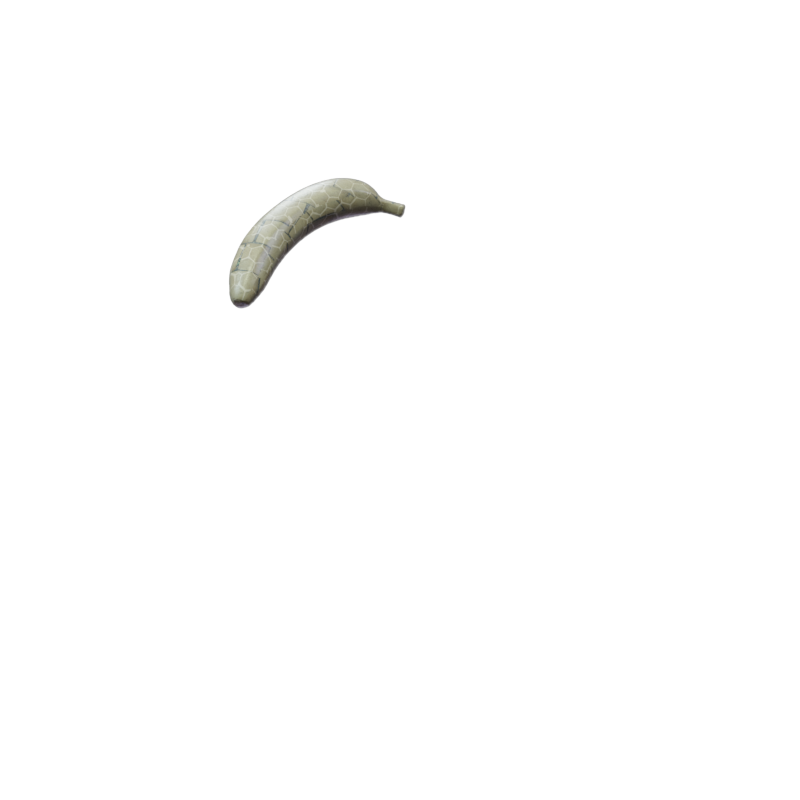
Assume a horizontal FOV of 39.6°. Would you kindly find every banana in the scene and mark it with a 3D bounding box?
[{"bbox_3d":[-0.084,-0.146,0.951,0.074,0.034,0.199,33,53,29],"label":"banana"}]
